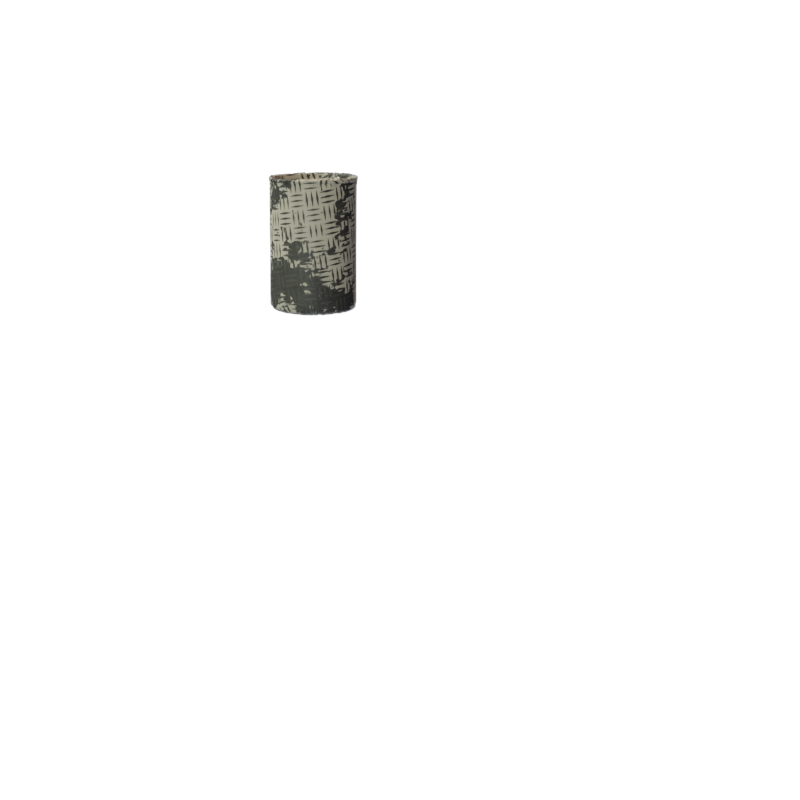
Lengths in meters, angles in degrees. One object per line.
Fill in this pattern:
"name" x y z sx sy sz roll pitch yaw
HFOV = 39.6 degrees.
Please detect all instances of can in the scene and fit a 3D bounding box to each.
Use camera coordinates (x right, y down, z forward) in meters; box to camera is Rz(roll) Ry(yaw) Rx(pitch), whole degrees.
"can" -0.067 -0.122 0.852 0.068 0.100 0.070 0 11 -2
